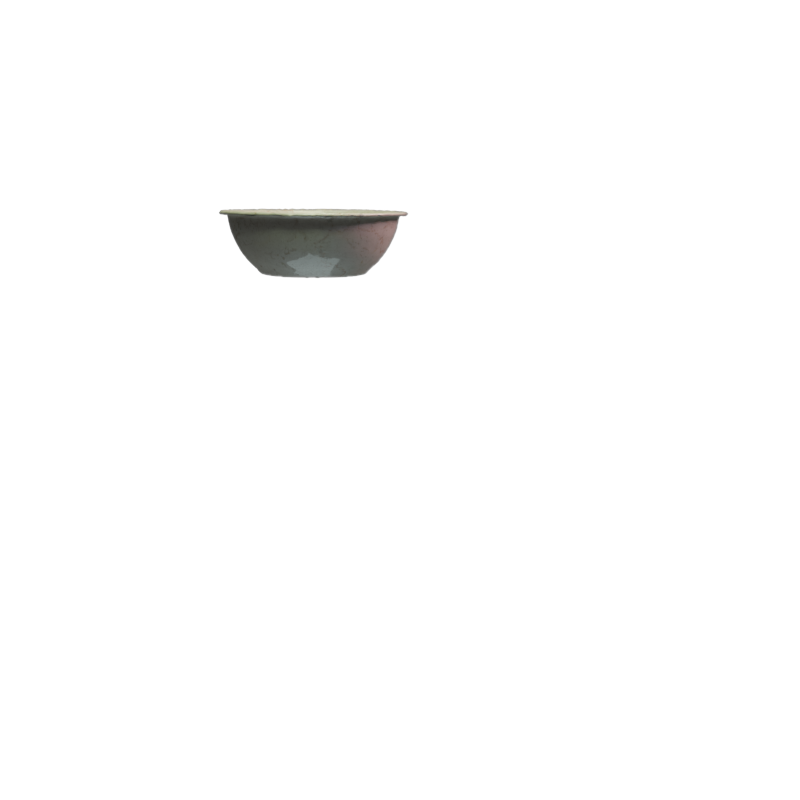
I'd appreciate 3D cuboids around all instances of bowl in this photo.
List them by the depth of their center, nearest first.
[{"bbox_3d":[-0.075,-0.136,0.952,0.162,0.054,0.165,0,10,-2],"label":"bowl"}]
